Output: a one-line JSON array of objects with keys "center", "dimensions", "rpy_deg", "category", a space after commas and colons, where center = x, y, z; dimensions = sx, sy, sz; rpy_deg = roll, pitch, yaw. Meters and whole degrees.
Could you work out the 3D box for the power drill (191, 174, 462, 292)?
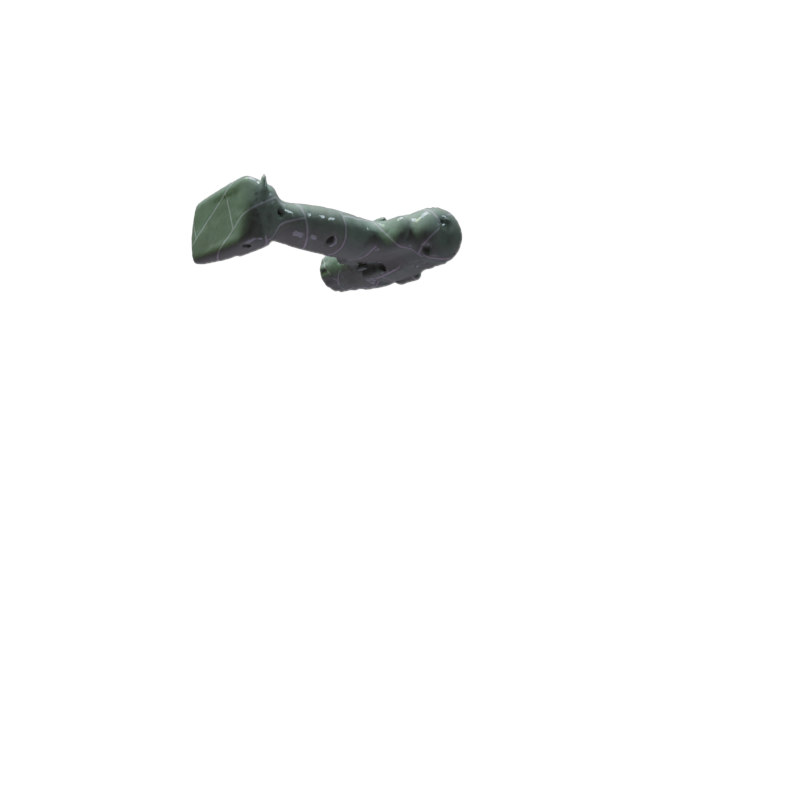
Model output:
[{"center": [-0.071, -0.129, 0.906], "dimensions": [0.180, 0.059, 0.187], "rpy_deg": [5, -9, -31], "category": "power drill"}]
